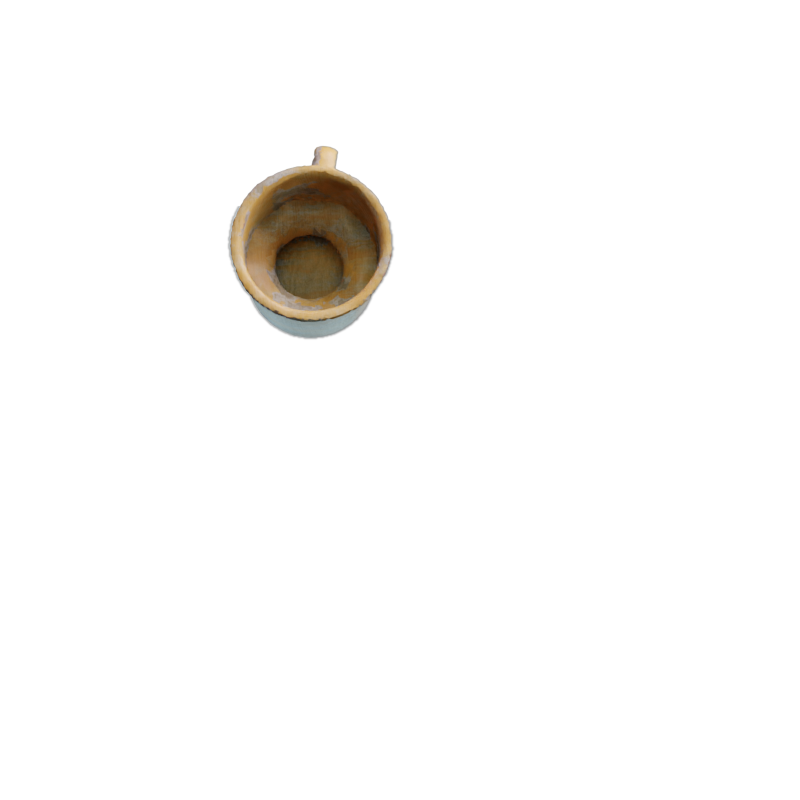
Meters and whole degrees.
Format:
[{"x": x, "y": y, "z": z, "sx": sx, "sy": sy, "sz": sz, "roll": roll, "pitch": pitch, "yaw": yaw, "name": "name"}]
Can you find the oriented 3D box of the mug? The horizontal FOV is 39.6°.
[{"x": -0.053, "y": -0.096, "z": 0.671, "sx": 0.093, "sy": 0.121, "sz": 0.079, "roll": 5, "pitch": -14, "yaw": -1, "name": "mug"}]
